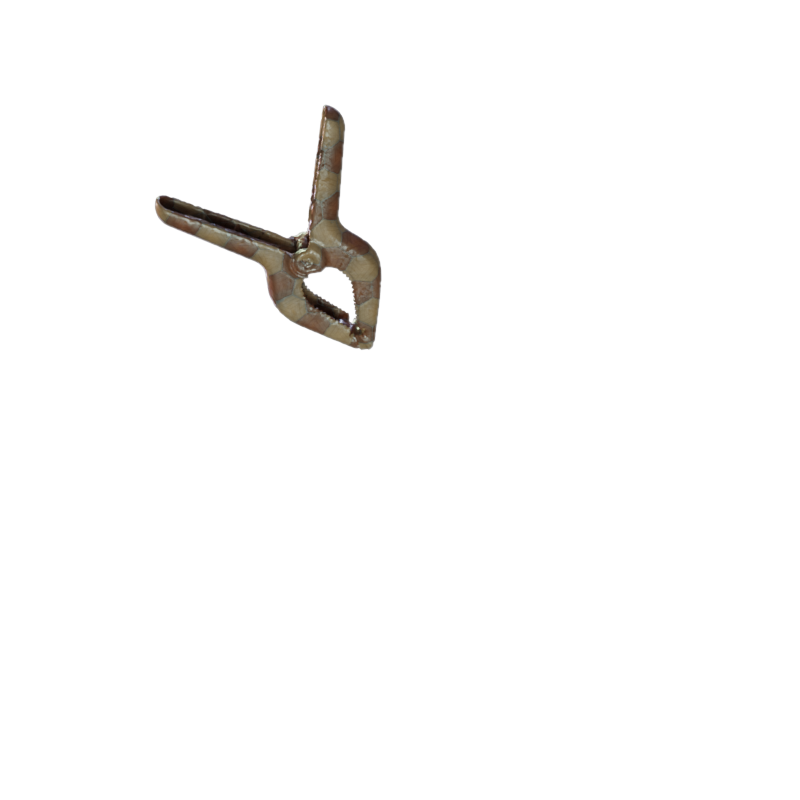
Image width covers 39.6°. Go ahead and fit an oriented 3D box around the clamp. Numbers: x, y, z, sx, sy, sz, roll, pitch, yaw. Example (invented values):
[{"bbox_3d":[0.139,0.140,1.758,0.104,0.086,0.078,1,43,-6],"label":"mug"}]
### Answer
[{"bbox_3d":[-0.069,-0.126,0.885,0.164,0.198,0.039,-32,27,18],"label":"clamp"}]
